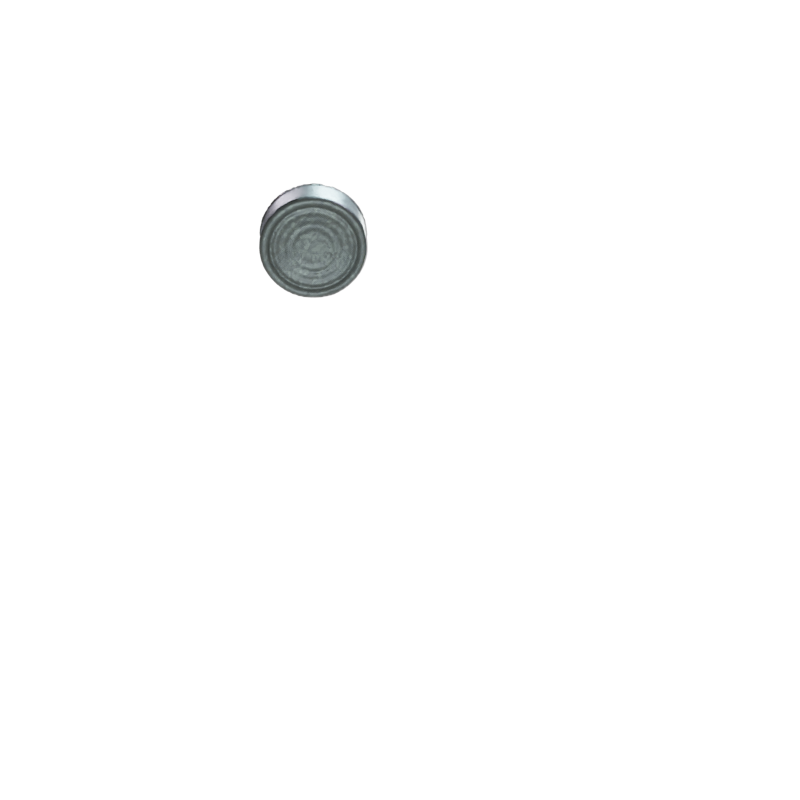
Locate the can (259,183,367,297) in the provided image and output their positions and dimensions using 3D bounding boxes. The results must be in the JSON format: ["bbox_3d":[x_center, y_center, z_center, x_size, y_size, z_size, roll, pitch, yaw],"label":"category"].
[{"bbox_3d":[-0.068,-0.124,0.871,0.086,0.082,0.035,1,24,-1],"label":"can"}]
